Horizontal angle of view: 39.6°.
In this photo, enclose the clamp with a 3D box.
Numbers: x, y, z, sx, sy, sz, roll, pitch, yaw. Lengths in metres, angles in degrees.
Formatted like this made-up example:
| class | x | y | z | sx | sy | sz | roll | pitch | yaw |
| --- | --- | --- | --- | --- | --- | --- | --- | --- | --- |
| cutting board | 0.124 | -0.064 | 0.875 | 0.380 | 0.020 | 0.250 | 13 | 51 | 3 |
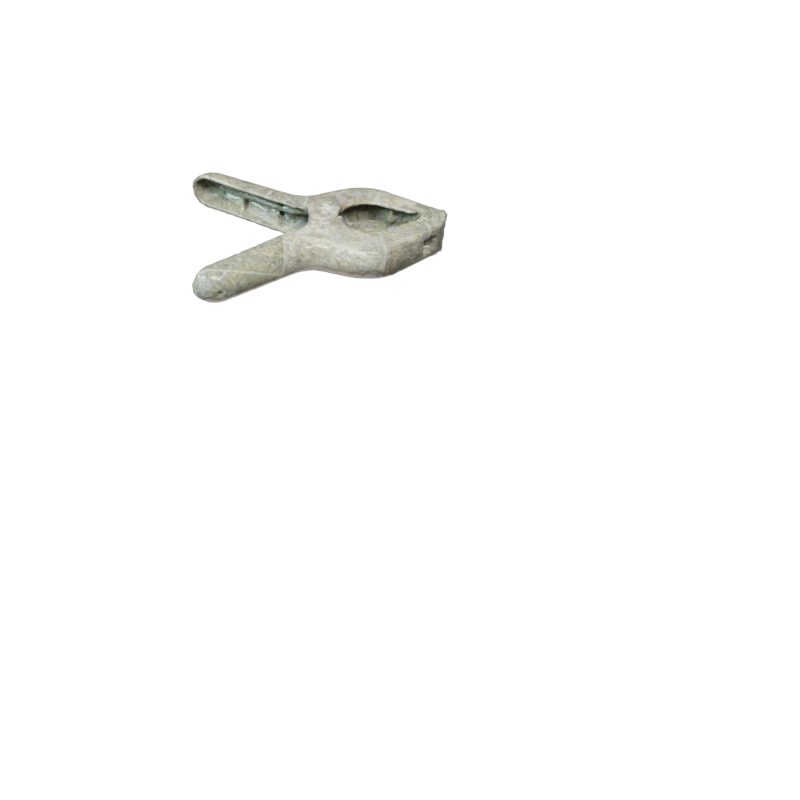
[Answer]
| class | x | y | z | sx | sy | sz | roll | pitch | yaw |
| --- | --- | --- | --- | --- | --- | --- | --- | --- | --- |
| clamp | -0.056 | -0.102 | 0.712 | 0.172 | 0.128 | 0.036 | 2 | -43 | 2 |
